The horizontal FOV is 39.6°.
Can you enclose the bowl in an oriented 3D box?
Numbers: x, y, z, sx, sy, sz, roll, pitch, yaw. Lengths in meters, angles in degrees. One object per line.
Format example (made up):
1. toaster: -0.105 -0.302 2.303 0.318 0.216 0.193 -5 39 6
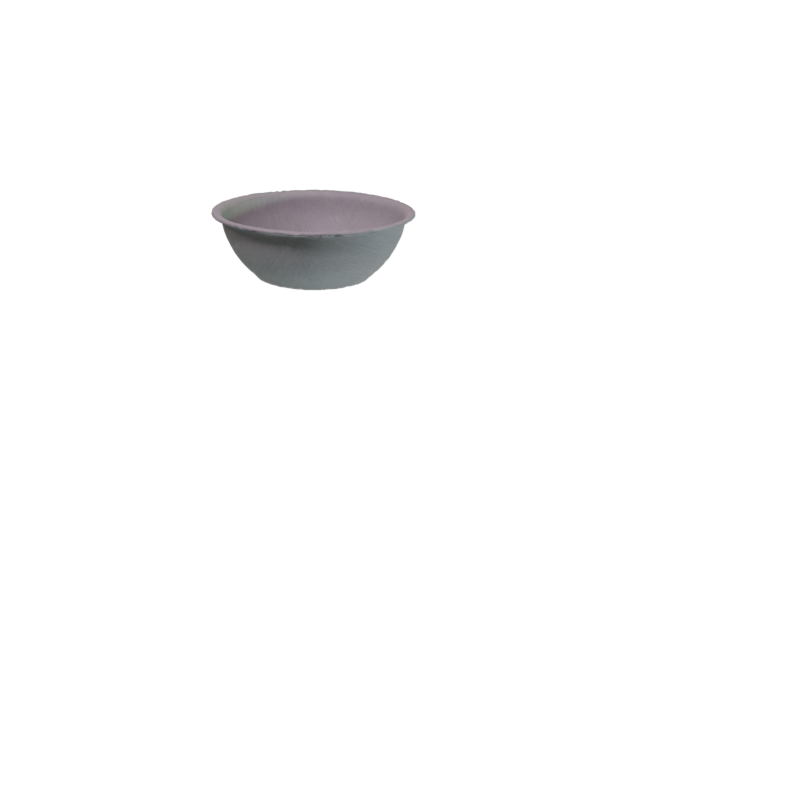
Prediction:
1. bowl: -0.069 -0.127 0.886 0.162 0.053 0.169 -1 21 -2
